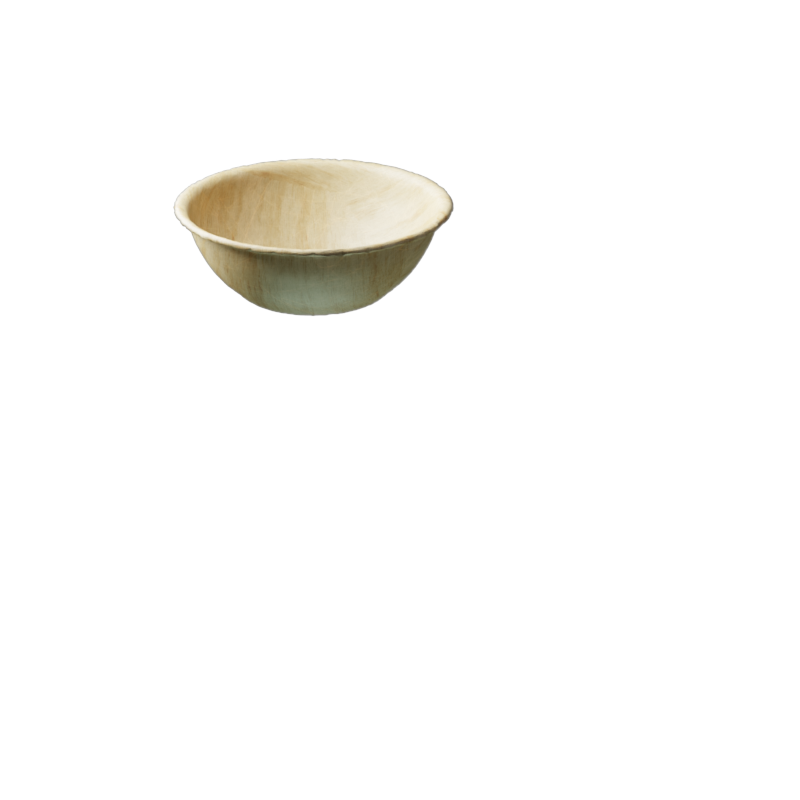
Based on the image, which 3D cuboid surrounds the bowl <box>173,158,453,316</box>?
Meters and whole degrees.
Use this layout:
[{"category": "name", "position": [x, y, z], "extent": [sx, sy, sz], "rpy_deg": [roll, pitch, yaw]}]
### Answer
[{"category": "bowl", "position": [-0.051, -0.093, 0.653], "extent": [0.162, 0.052, 0.171], "rpy_deg": [-1, 28, -2]}]
